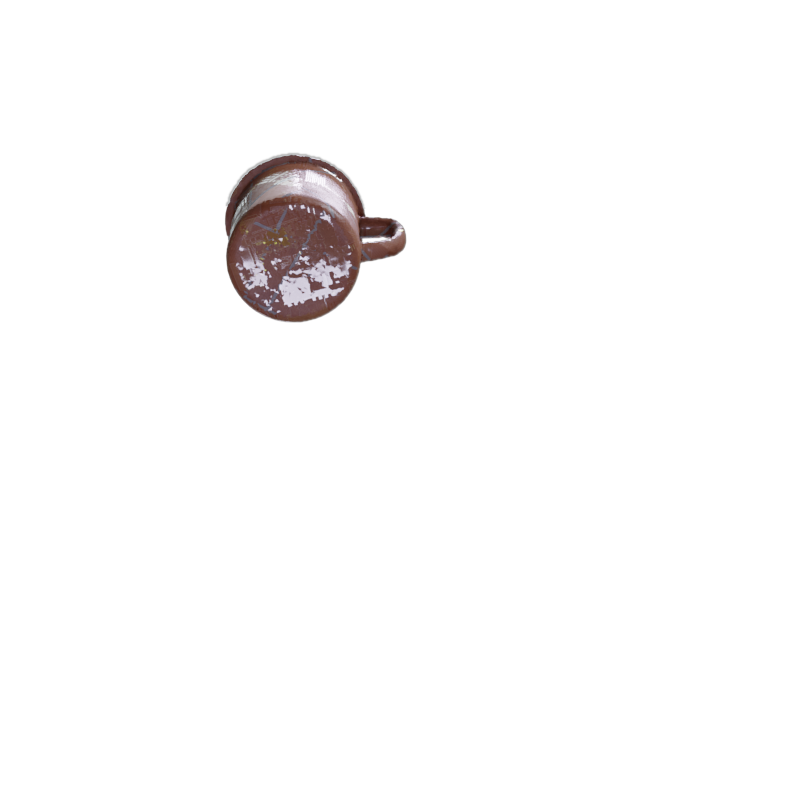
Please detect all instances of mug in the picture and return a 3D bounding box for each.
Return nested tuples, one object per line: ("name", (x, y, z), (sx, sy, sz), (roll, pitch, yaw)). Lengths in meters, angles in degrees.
("mug", (-0.055, -0.100, 0.698), (0.117, 0.089, 0.086), (1, 22, -2))
